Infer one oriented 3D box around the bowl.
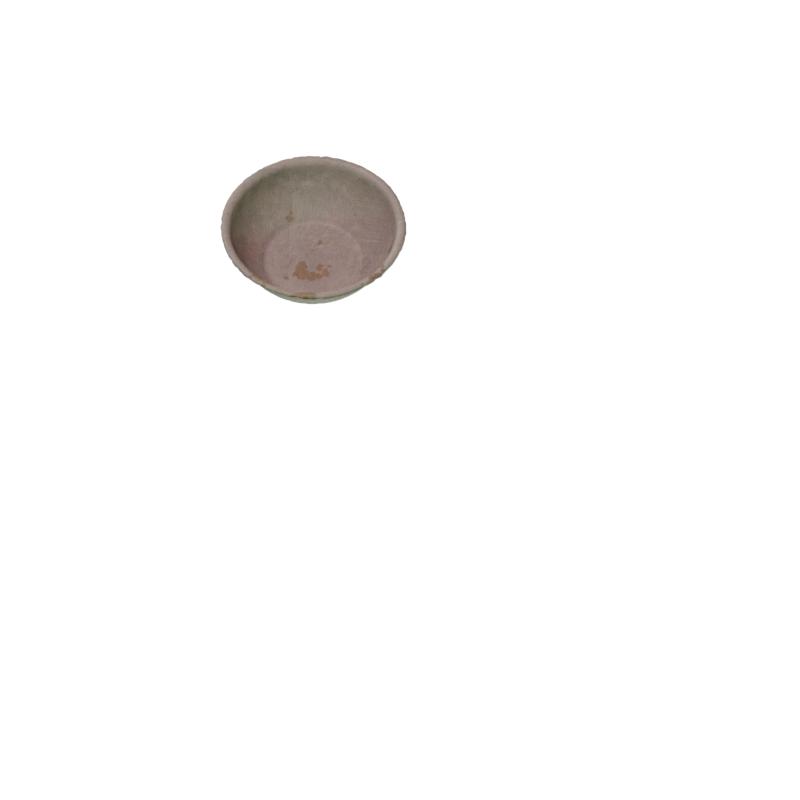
[{"bbox_3d":[-0.077,-0.140,0.984,0.162,0.174,0.051,-1,-36,-1],"label":"bowl"}]
